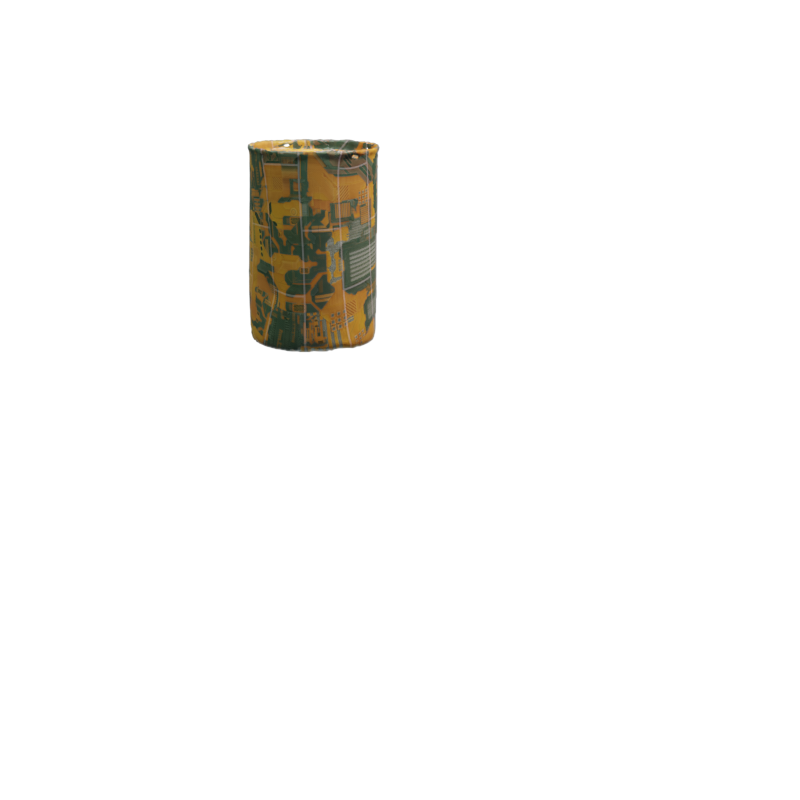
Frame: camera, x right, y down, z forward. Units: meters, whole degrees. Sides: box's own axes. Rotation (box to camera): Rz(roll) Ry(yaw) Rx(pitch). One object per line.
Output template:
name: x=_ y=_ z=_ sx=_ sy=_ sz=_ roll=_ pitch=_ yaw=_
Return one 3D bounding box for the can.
can: x=-0.045 y=-0.083 z=0.579 sx=0.068 sy=0.099 sz=0.071 roll=0 pitch=13 yaw=-2
